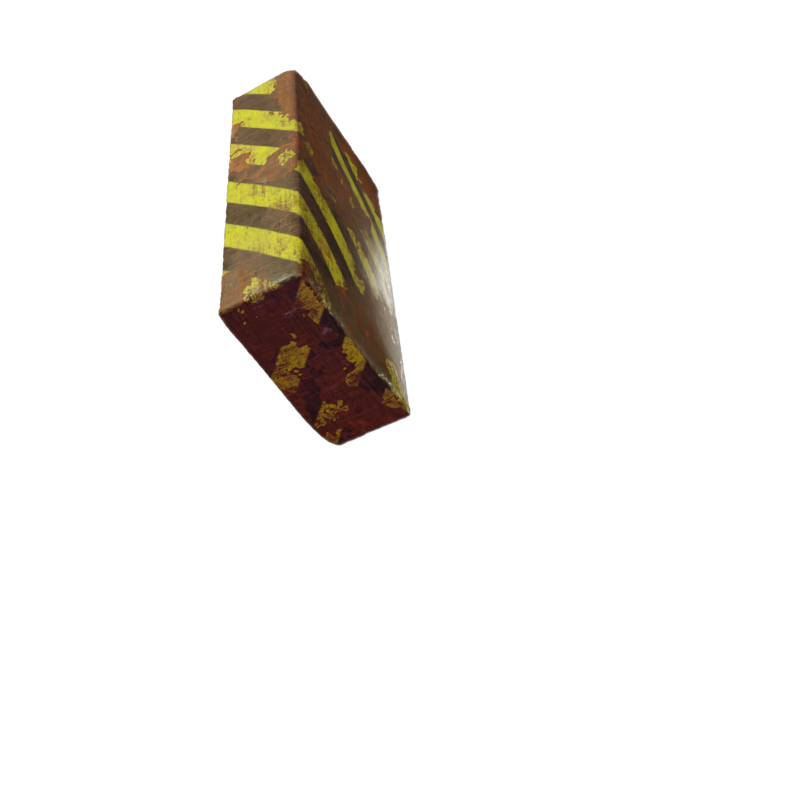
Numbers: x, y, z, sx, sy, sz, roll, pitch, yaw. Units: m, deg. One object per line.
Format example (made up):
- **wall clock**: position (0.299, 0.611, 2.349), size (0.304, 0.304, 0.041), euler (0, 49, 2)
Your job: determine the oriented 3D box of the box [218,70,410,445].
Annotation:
- **box**: position (-0.040, -0.074, 0.518), size (0.048, 0.189, 0.087), euler (-25, -51, 17)
